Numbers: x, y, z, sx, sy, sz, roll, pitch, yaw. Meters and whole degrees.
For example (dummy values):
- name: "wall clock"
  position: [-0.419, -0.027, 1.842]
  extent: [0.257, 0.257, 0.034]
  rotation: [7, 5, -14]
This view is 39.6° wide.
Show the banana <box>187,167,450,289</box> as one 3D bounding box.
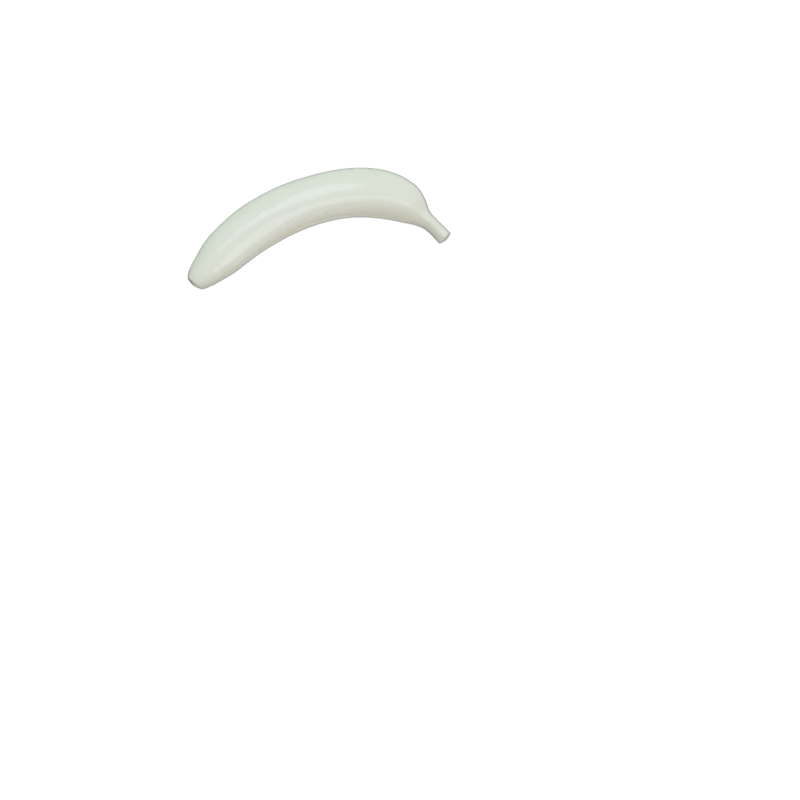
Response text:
- name: "banana"
  position: [-0.065, -0.134, 0.822]
  extent: [0.197, 0.074, 0.035]
  rotation: [-12, -24, -6]
